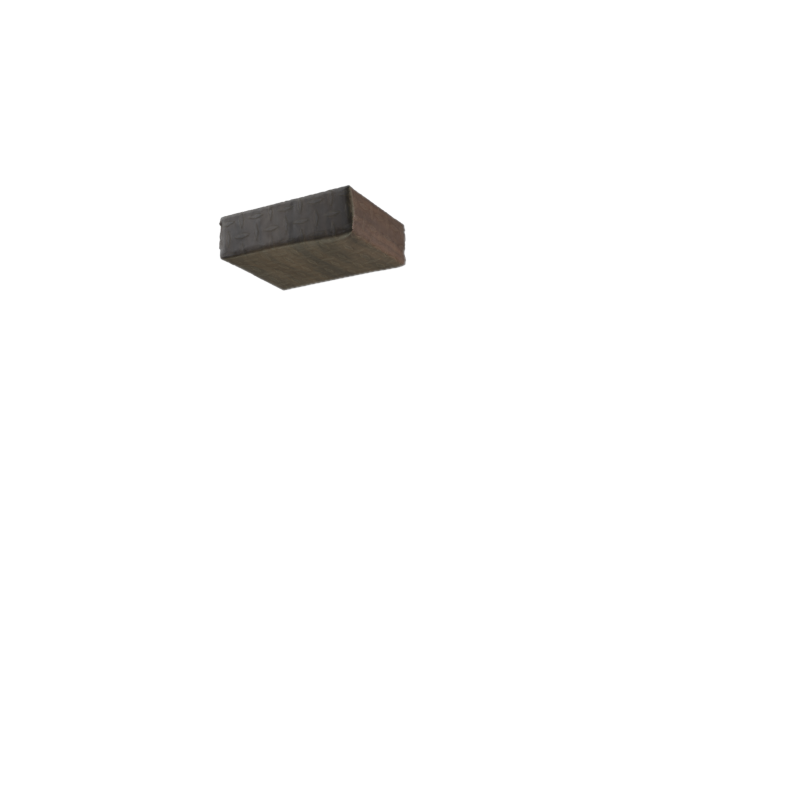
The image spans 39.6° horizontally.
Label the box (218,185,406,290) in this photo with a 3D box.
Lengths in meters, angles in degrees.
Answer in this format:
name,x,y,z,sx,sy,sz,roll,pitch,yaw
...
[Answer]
name,x,y,z,sx,sy,sz,roll,pitch,yaw
box,-0.065,-0.118,0.826,0.116,0.040,0.084,-7,-14,27
